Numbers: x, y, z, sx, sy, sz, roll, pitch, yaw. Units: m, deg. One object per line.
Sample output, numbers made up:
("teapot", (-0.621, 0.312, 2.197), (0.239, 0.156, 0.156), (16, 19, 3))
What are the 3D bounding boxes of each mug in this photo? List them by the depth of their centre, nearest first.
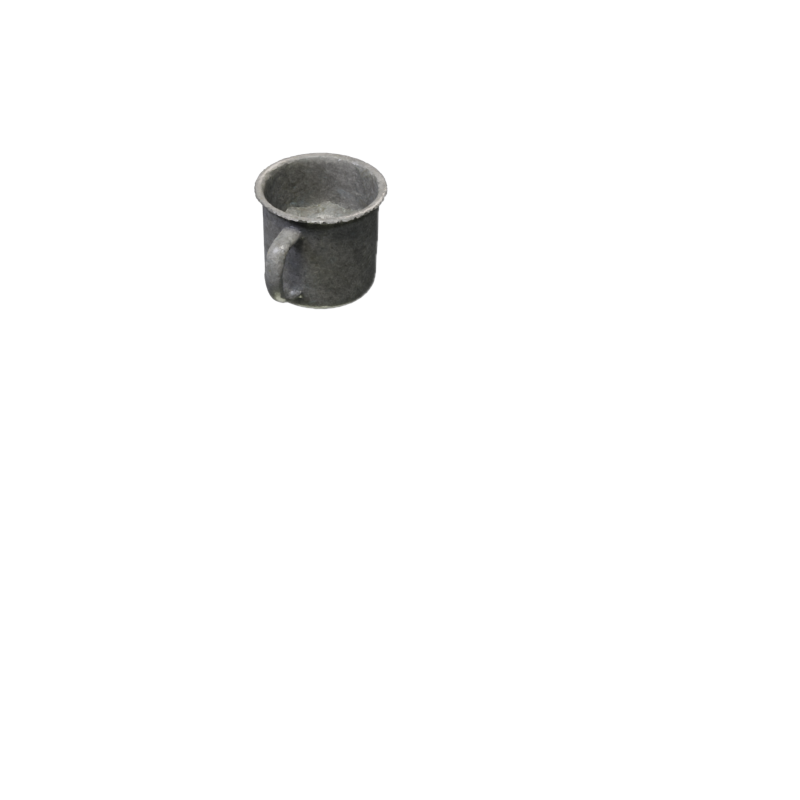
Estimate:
("mug", (-0.061, -0.112, 0.785), (0.096, 0.076, 0.121), (16, 41, 17))
